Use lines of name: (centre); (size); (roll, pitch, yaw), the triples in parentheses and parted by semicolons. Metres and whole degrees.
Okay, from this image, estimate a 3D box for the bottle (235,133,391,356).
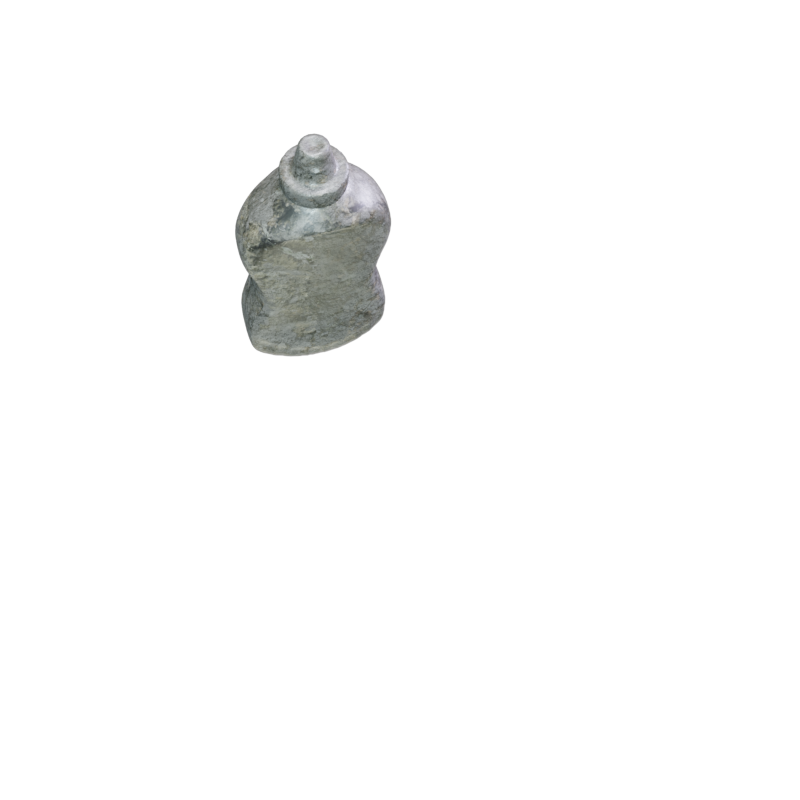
bottle: (-0.054, -0.099, 0.696); (0.095, 0.063, 0.180); (-12, -28, -10)
